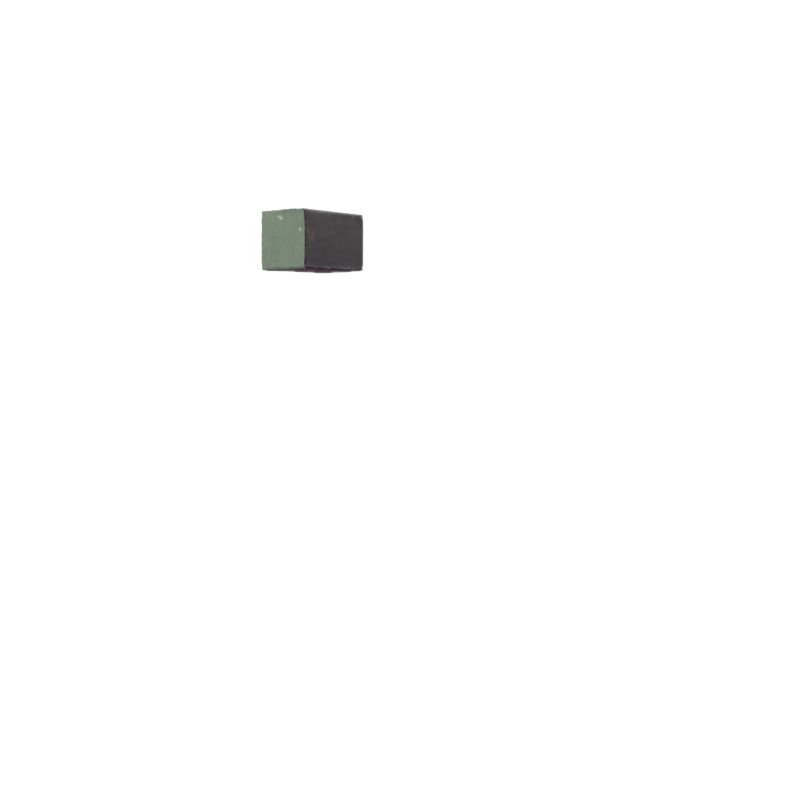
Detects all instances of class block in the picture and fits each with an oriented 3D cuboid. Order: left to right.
[{"bbox_3d":[-0.075,-0.137,0.959,0.055,0.051,0.075,0,1,39],"label":"block"}]
